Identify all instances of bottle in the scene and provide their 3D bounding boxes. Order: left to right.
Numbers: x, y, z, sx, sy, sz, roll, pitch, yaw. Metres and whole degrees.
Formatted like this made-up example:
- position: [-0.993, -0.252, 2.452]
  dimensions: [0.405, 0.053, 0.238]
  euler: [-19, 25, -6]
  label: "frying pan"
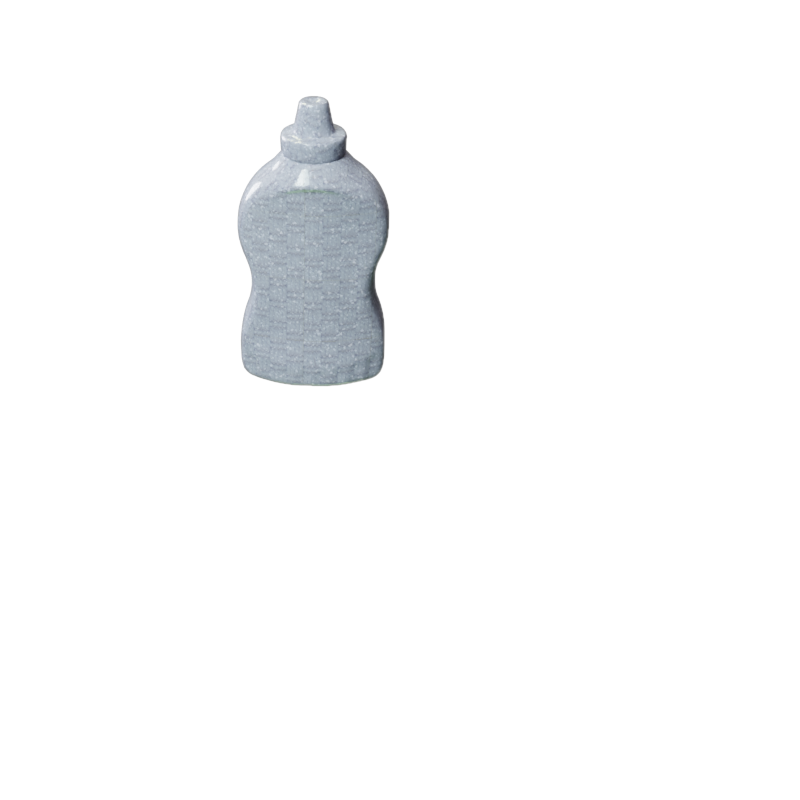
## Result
- position: [-0.056, -0.102, 0.712]
  dimensions: [0.096, 0.180, 0.062]
  euler: [3, 30, 2]
  label: "bottle"
